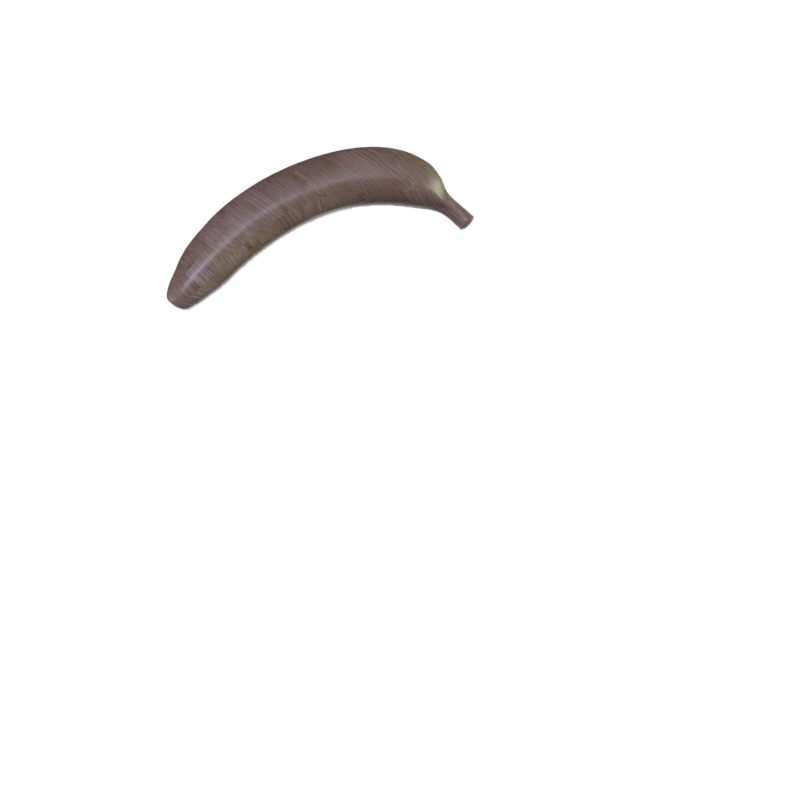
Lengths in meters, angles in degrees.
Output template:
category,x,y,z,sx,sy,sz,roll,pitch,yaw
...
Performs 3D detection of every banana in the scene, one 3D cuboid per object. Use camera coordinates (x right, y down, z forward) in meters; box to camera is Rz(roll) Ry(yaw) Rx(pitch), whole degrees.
category,x,y,z,sx,sy,sz,roll,pitch,yaw
banana,-0.056,-0.115,0.687,0.197,0.073,0.035,-17,-19,-7
